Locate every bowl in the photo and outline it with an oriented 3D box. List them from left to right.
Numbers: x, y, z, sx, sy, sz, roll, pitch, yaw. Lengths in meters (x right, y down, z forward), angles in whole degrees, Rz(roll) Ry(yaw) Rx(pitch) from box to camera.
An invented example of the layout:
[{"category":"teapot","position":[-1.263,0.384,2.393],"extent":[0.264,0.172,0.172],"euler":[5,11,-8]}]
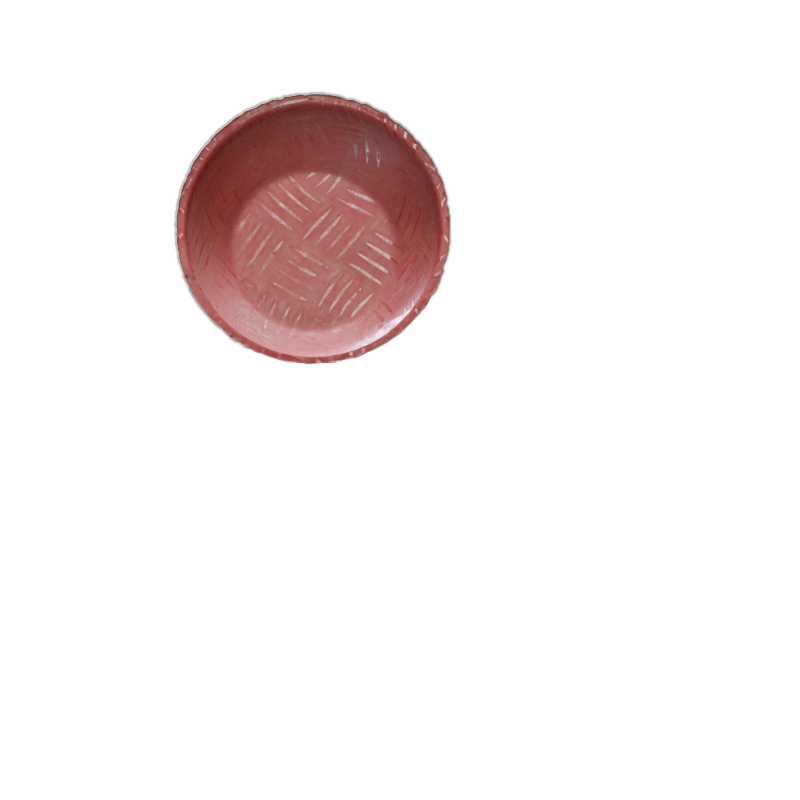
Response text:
[{"category":"bowl","position":[-0.049,-0.089,0.624],"extent":[0.162,0.157,0.057],"euler":[0,14,-1]}]
